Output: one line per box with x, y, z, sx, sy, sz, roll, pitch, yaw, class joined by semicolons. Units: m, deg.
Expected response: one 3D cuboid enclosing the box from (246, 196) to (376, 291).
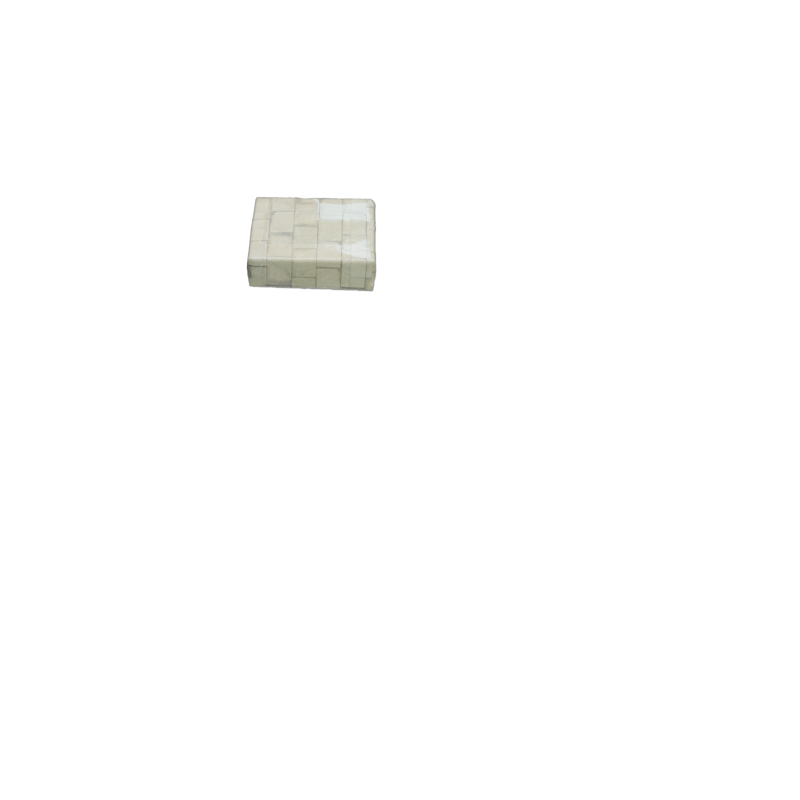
-0.061;-0.112;0.786;0.089;0.028;0.078;1;43;0;box
